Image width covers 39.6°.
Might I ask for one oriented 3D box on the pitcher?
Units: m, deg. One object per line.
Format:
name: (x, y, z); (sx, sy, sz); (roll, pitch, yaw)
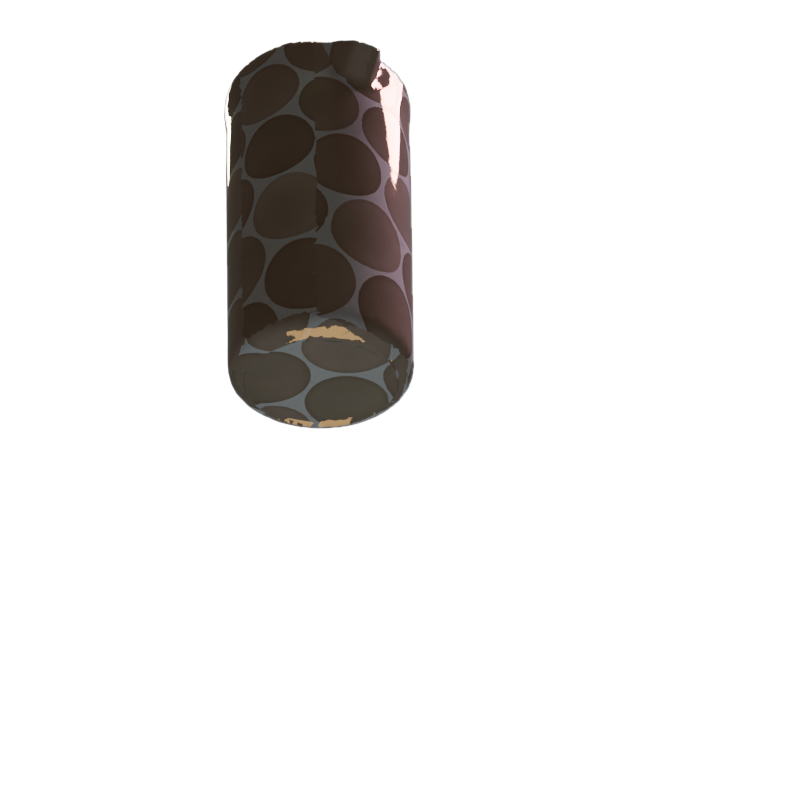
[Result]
pitcher: (-0.057, -0.103, 0.722); (0.146, 0.261, 0.137); (-14, -40, 13)
